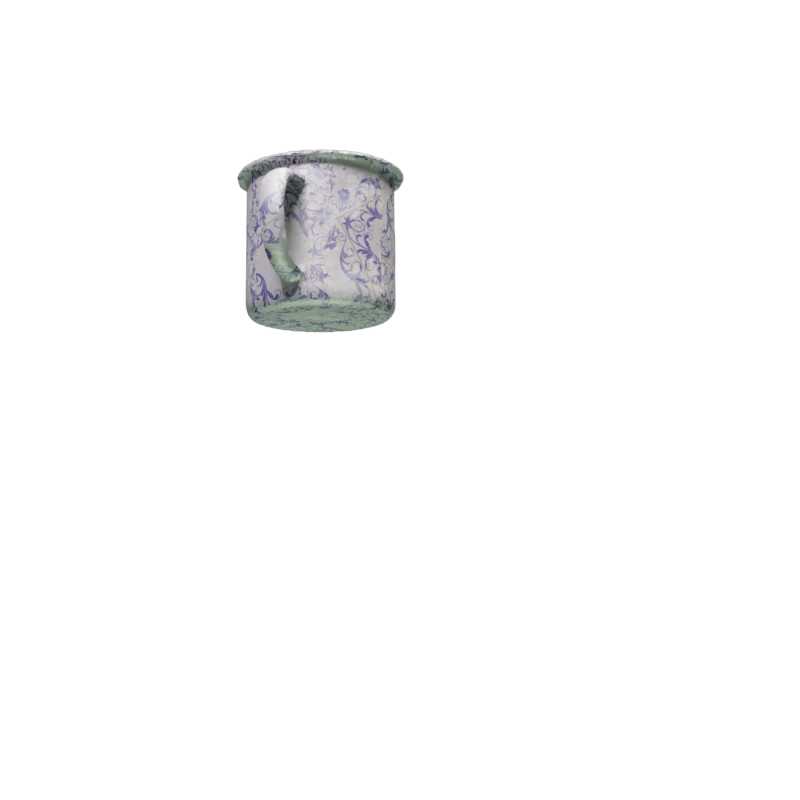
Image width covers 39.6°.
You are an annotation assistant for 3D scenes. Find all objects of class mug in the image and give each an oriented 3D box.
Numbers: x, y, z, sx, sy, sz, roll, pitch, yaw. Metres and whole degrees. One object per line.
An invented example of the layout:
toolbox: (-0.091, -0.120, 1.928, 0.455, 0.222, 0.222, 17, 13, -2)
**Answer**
mug: (-0.047, -0.086, 0.599, 0.095, 0.084, 0.111, -4, -12, 16)
